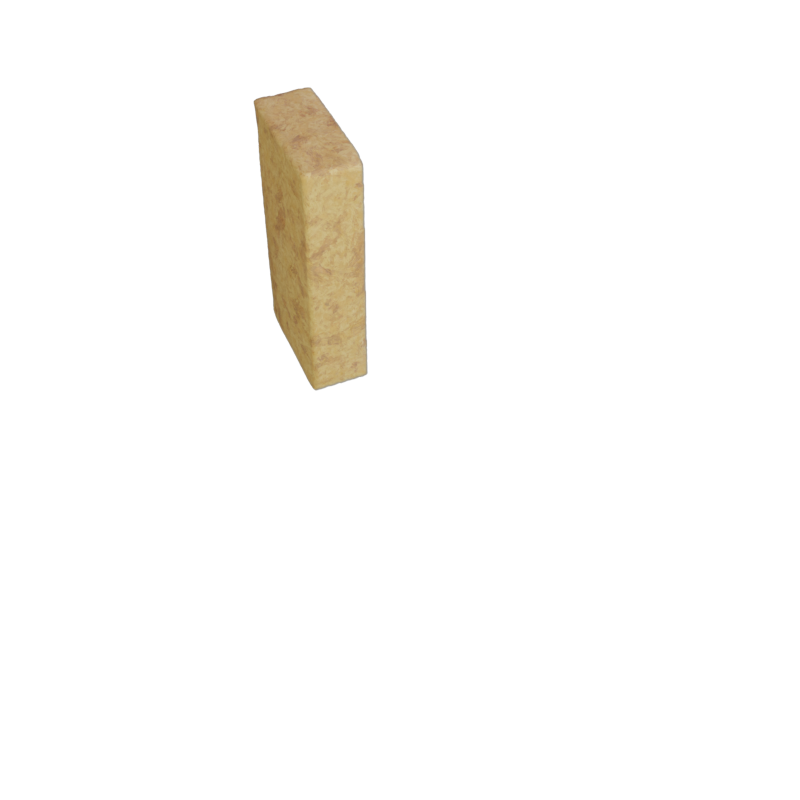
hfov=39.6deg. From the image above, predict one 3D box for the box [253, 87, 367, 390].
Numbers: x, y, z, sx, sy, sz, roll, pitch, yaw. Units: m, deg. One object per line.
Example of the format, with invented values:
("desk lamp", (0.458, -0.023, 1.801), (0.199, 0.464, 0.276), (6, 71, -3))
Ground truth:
("box", (-0.056, -0.102, 0.715), (0.047, 0.164, 0.101), (-13, 45, -18))
